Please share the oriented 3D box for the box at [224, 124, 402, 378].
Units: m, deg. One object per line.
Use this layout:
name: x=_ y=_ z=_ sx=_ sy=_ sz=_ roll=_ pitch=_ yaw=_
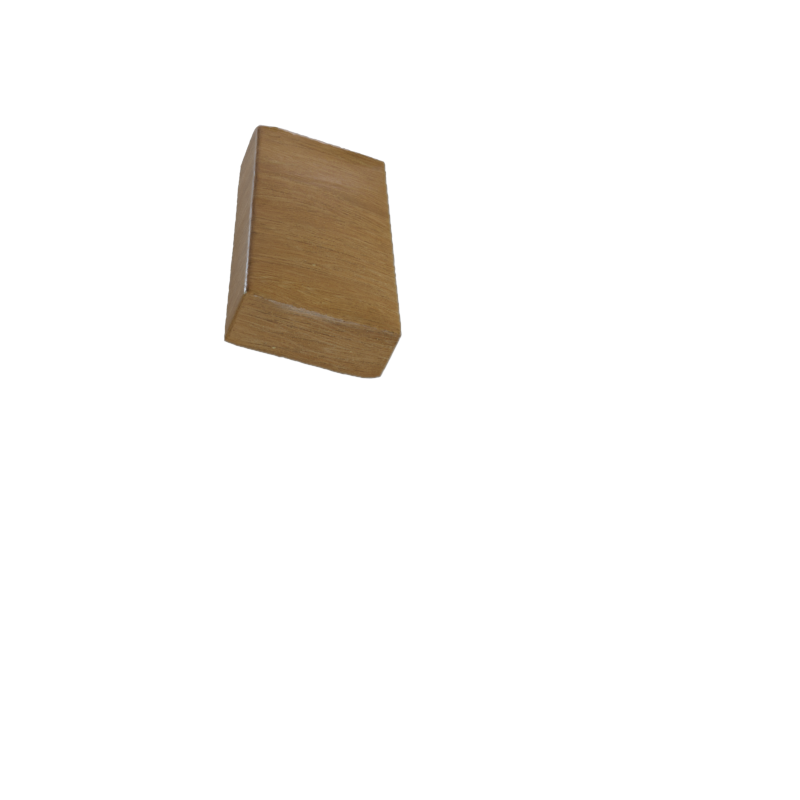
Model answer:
box: x=-0.053 y=-0.096 z=0.670 sx=0.091 sy=0.046 sz=0.189 roll=14 pitch=41 yaw=-16
